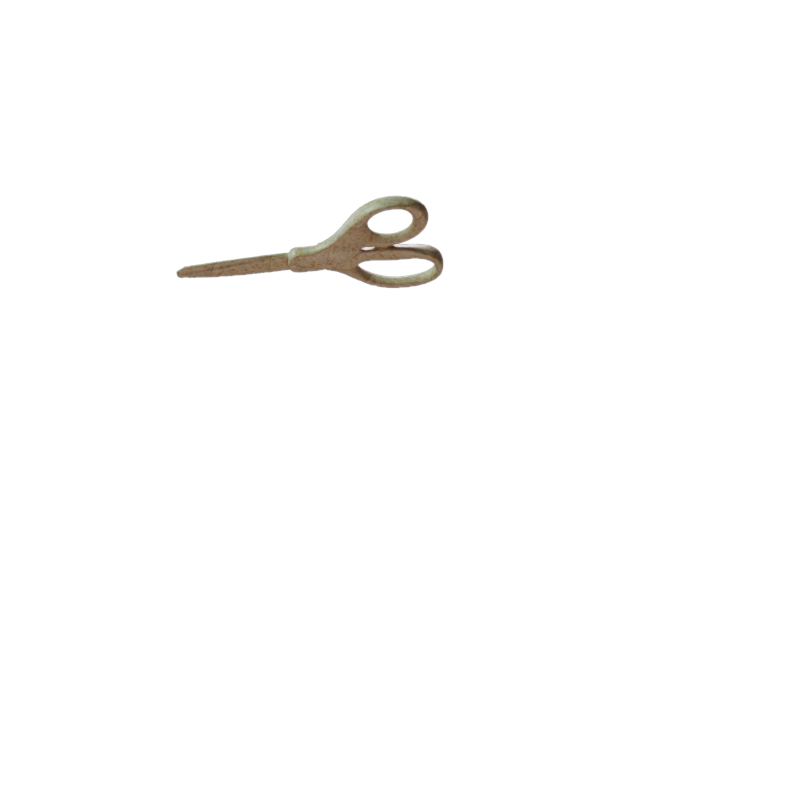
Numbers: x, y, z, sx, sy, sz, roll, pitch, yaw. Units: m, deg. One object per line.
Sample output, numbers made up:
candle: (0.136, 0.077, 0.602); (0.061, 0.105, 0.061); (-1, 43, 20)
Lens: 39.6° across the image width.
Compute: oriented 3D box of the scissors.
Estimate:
scissors: (-0.065, -0.118, 0.827); (0.200, 0.017, 0.090); (4, -43, -5)
